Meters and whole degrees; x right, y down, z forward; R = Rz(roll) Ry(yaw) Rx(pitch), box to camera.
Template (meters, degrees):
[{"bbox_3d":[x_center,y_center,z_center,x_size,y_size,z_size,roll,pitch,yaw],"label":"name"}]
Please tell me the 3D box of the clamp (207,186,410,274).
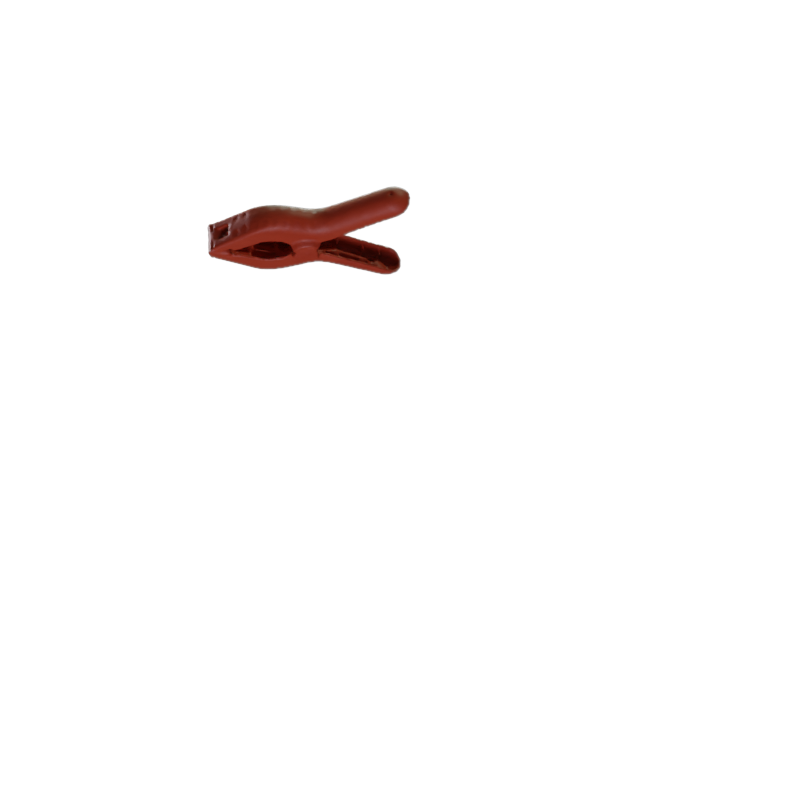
[{"bbox_3d":[-0.073,-0.134,0.937,0.173,0.042,0.112,-4,-30,6],"label":"clamp"}]
